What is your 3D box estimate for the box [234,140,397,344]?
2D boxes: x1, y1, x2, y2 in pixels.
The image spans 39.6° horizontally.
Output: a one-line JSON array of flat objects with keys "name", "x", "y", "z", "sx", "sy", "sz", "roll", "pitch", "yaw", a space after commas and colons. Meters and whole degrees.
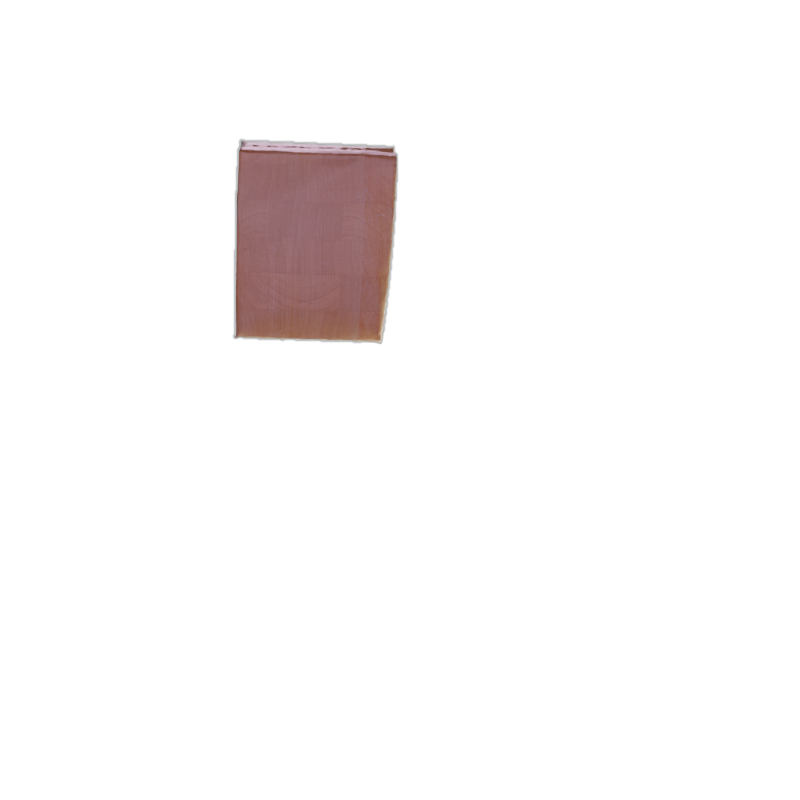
[{"name": "box", "x": -0.050, "y": -0.091, "z": 0.635, "sx": 0.090, "sy": 0.110, "sz": 0.040, "roll": 3, "pitch": 13, "yaw": -1}]
